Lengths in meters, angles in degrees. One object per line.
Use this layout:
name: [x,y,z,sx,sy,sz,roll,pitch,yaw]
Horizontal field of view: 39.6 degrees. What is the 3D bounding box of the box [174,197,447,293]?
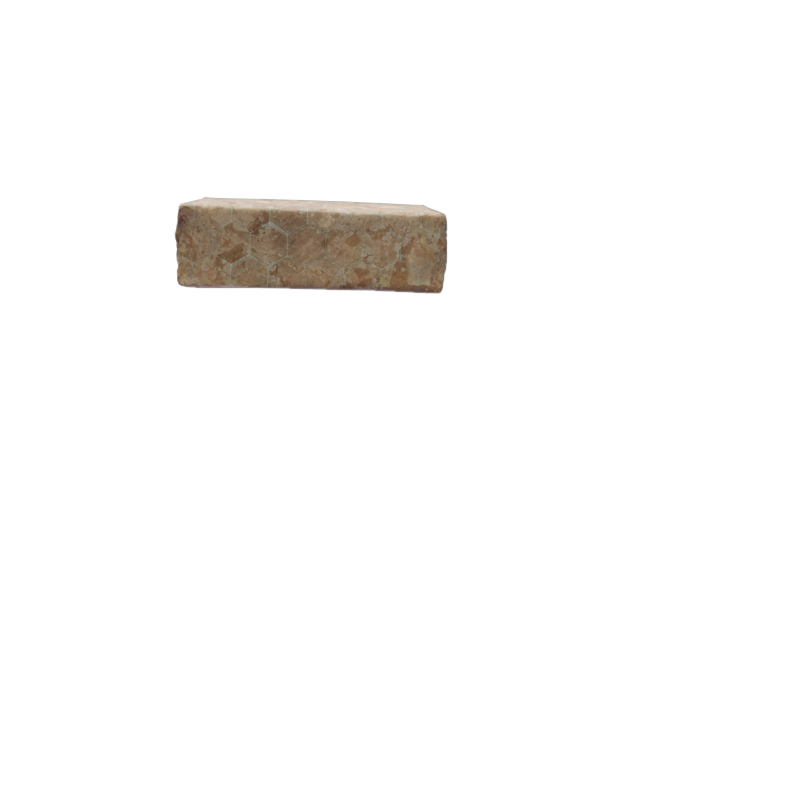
box: [-0.039,-0.071,0.497,0.113,0.038,0.091,0,10,-1]
